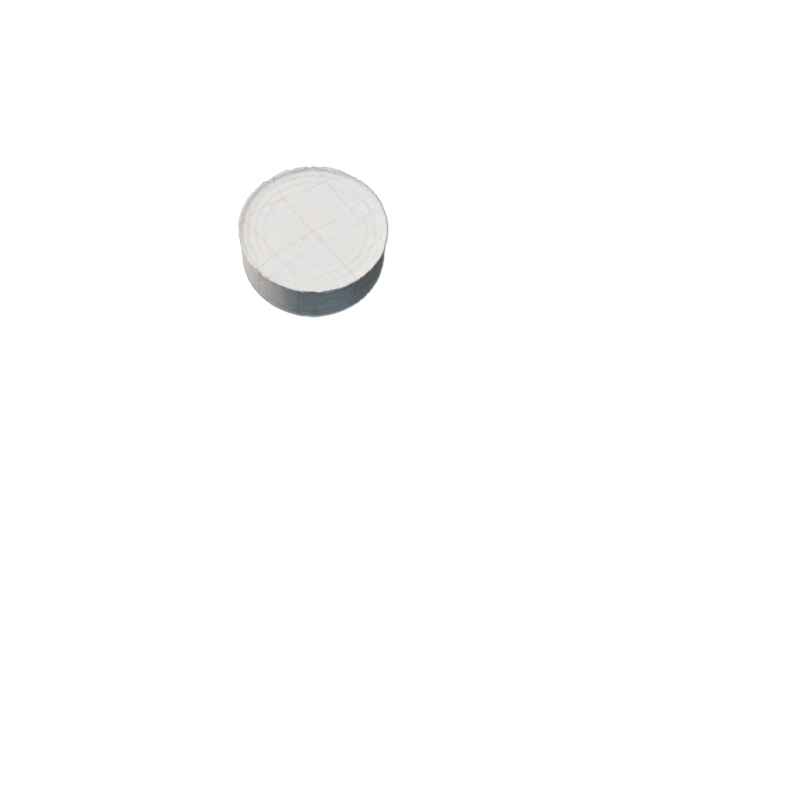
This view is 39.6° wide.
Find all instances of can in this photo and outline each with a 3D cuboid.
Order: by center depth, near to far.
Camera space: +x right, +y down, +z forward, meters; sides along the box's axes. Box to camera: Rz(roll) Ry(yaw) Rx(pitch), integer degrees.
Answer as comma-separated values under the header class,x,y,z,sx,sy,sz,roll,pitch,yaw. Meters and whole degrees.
class,x,y,z,sx,sy,sz,roll,pitch,yaw
can,-0.051,-0.092,0.647,0.086,0.091,0.031,-1,-30,-1
